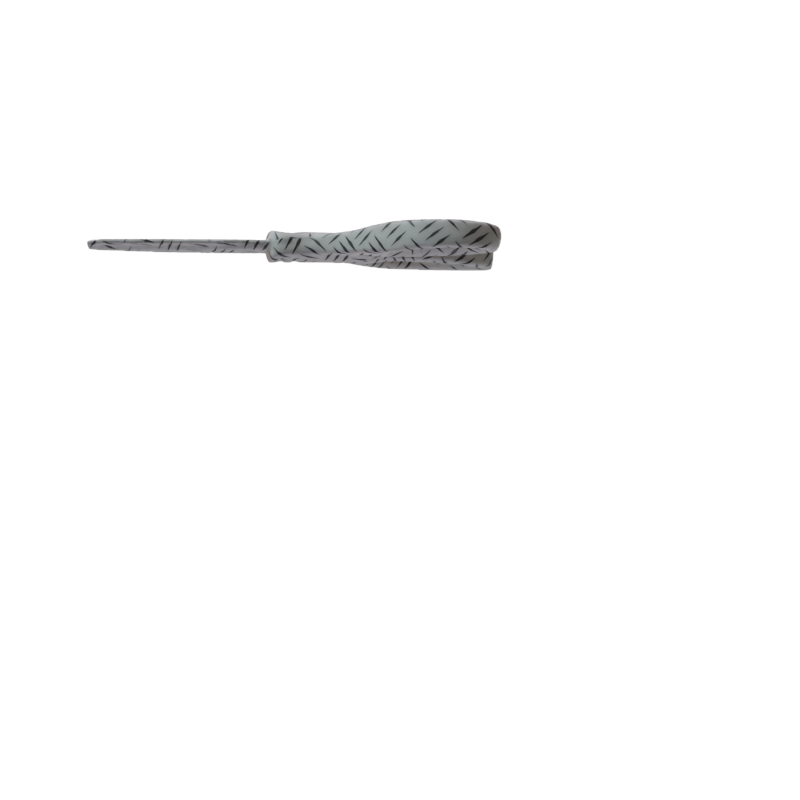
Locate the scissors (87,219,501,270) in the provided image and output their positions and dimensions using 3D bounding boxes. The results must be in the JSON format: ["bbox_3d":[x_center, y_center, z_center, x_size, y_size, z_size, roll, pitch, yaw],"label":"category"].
[{"bbox_3d":[-0.041,-0.075,0.528,0.197,0.016,0.097,1,-2,-19],"label":"scissors"}]
